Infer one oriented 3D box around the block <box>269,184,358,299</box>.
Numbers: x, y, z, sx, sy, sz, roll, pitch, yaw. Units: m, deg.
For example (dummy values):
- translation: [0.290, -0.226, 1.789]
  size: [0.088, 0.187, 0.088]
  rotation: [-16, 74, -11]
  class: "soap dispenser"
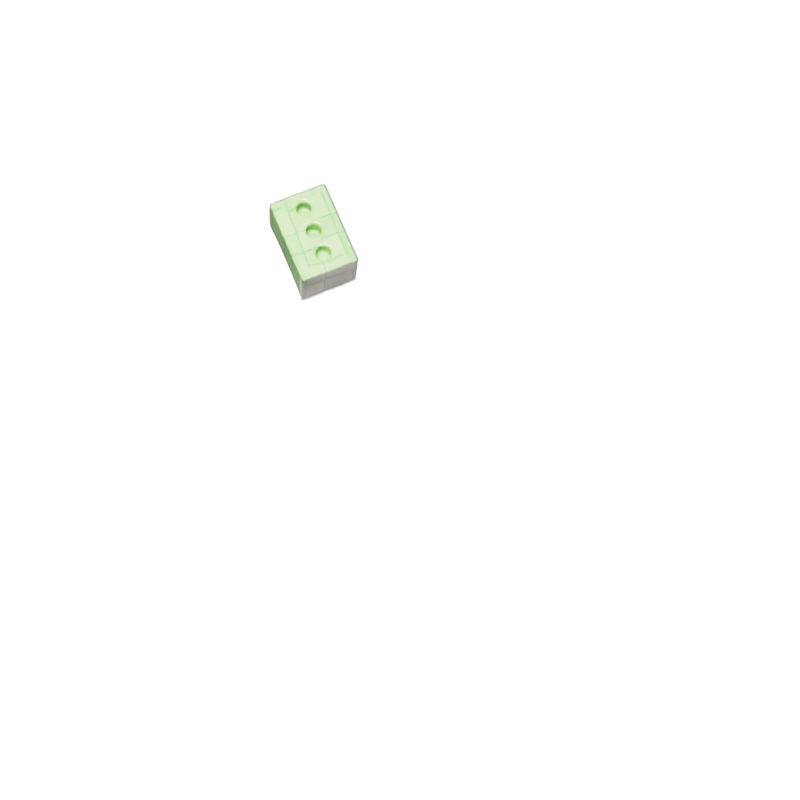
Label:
- translation: [-0.075, -0.136, 0.952]
  size: [0.052, 0.082, 0.049]
  rotation: [-22, -18, -9]
  class: "block"
